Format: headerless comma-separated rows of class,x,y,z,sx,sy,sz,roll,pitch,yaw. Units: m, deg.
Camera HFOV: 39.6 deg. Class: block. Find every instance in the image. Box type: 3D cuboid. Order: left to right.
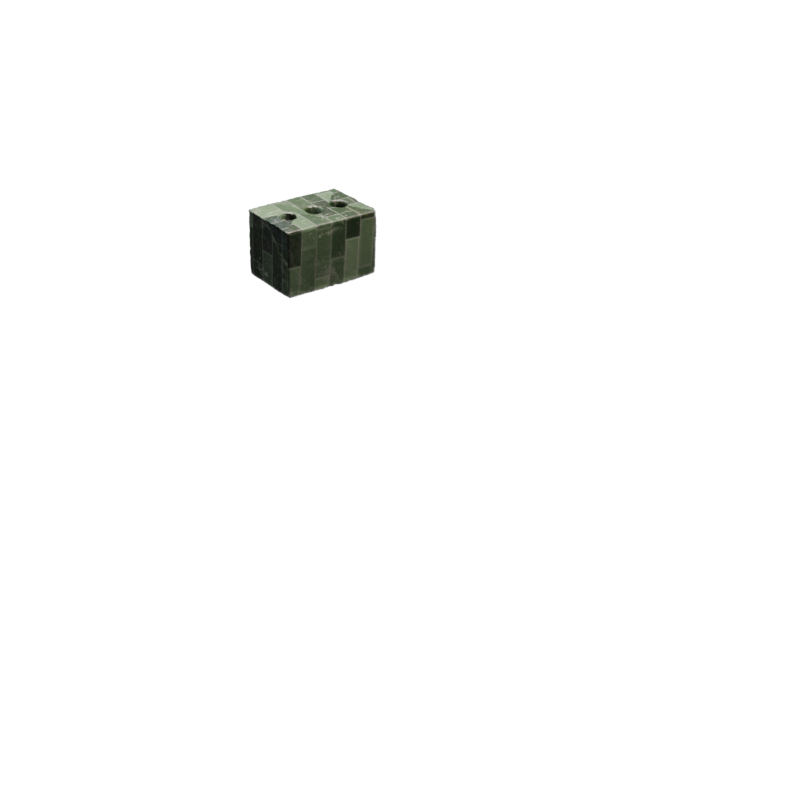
block,-0.062,-0.114,0.795,0.077,0.048,0.056,-19,34,-32
